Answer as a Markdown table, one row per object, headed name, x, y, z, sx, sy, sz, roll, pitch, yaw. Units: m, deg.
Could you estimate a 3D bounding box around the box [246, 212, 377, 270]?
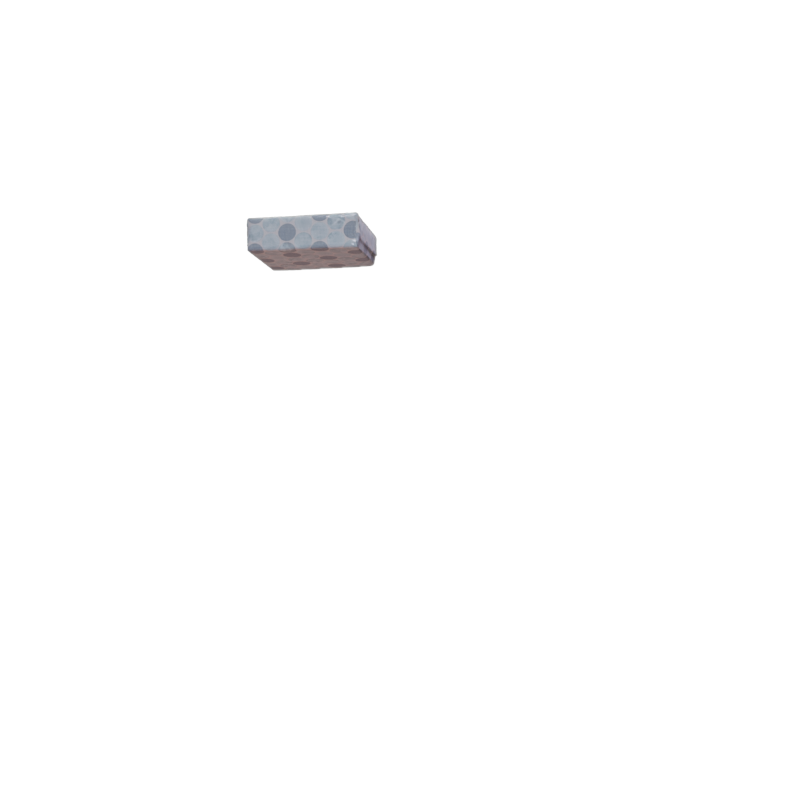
| name | x | y | z | sx | sy | sz | roll | pitch | yaw |
| --- | --- | --- | --- | --- | --- | --- | --- | --- | --- |
| box | -0.068 | -0.125 | 0.875 | 0.091 | 0.031 | 0.070 | -1 | -7 | 12 |
